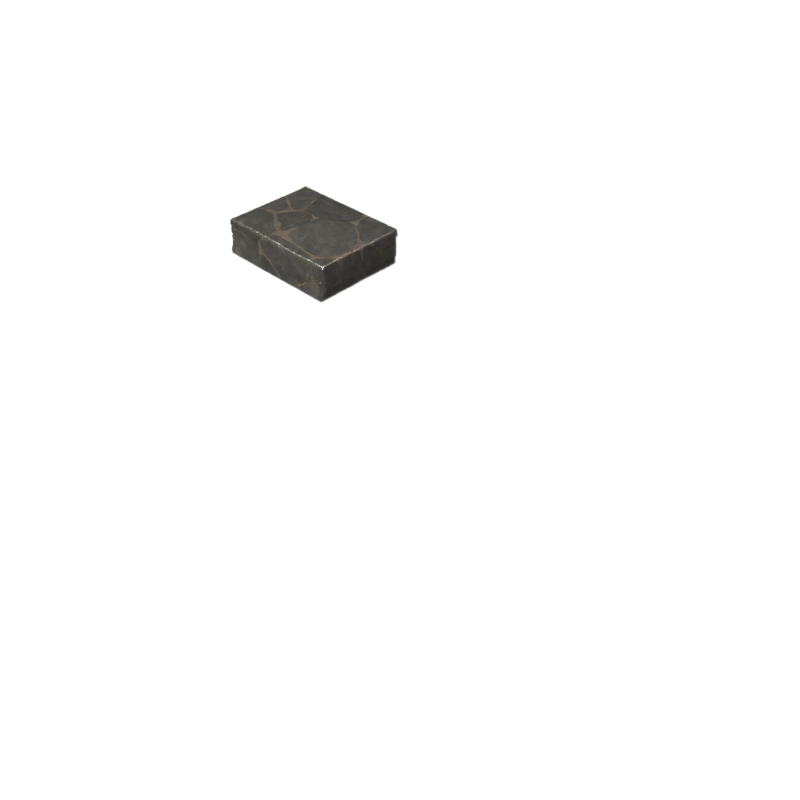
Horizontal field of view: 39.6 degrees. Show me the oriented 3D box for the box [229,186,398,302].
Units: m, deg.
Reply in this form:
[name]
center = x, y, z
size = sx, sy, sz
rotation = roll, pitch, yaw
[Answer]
[box]
center = -0.072, -0.132, 0.927
size = 0.121, 0.037, 0.090
rotation = 28, 42, 35
